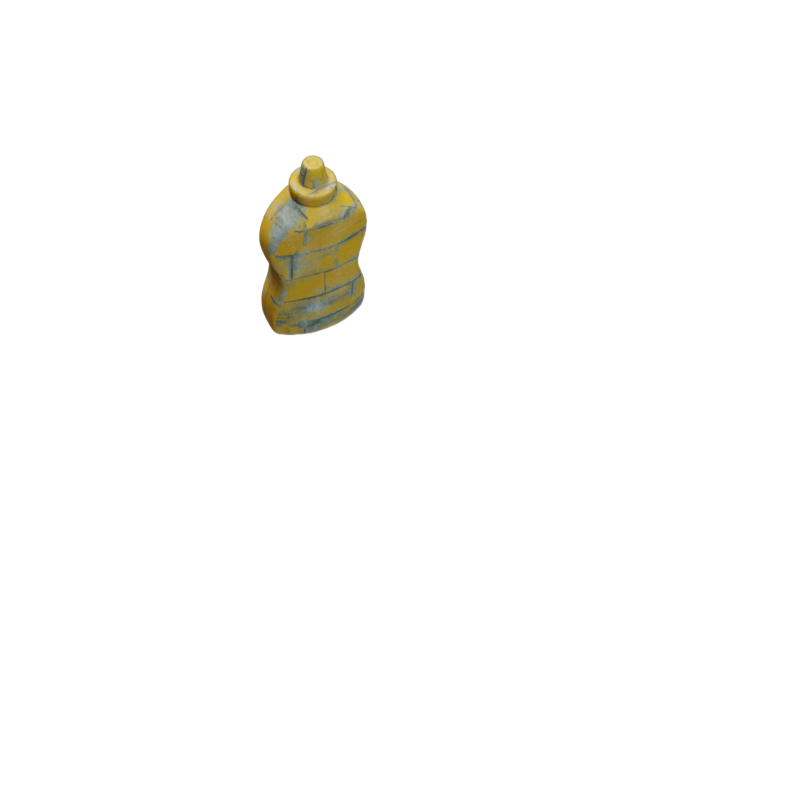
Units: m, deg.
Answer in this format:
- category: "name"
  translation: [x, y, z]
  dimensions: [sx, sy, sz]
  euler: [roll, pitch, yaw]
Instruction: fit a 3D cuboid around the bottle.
- category: "bottle"
  translation: [-0.077, -0.140, 0.980]
  dimensions: [0.095, 0.063, 0.179]
  euler: [-18, -34, -17]
